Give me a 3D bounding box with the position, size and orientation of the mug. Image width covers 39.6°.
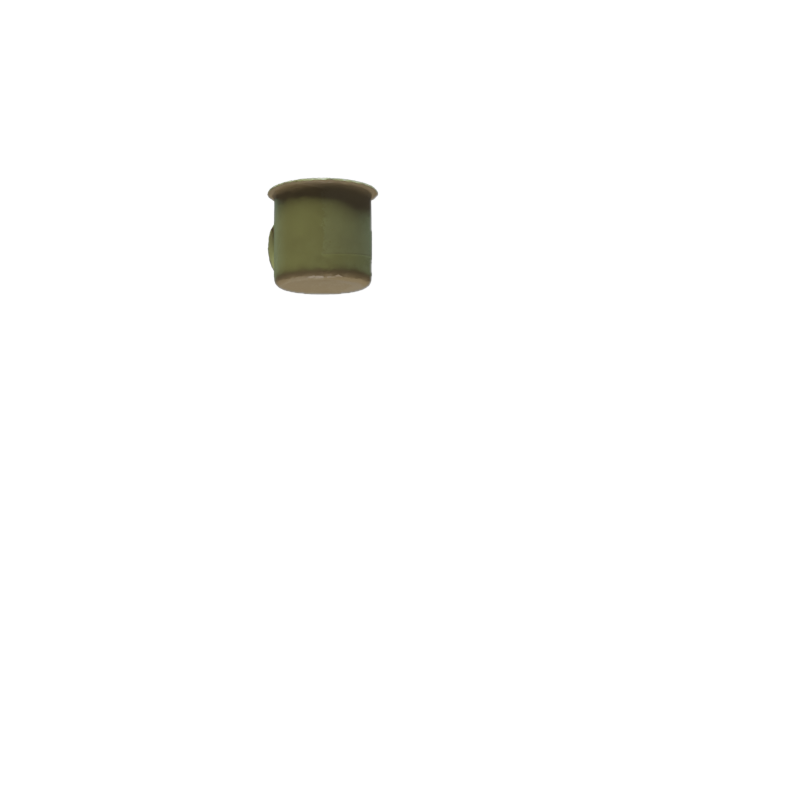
[{"bbox_3d":[-0.073,-0.133,0.935,0.089,0.084,0.120,8,-11,-43],"label":"mug"}]
